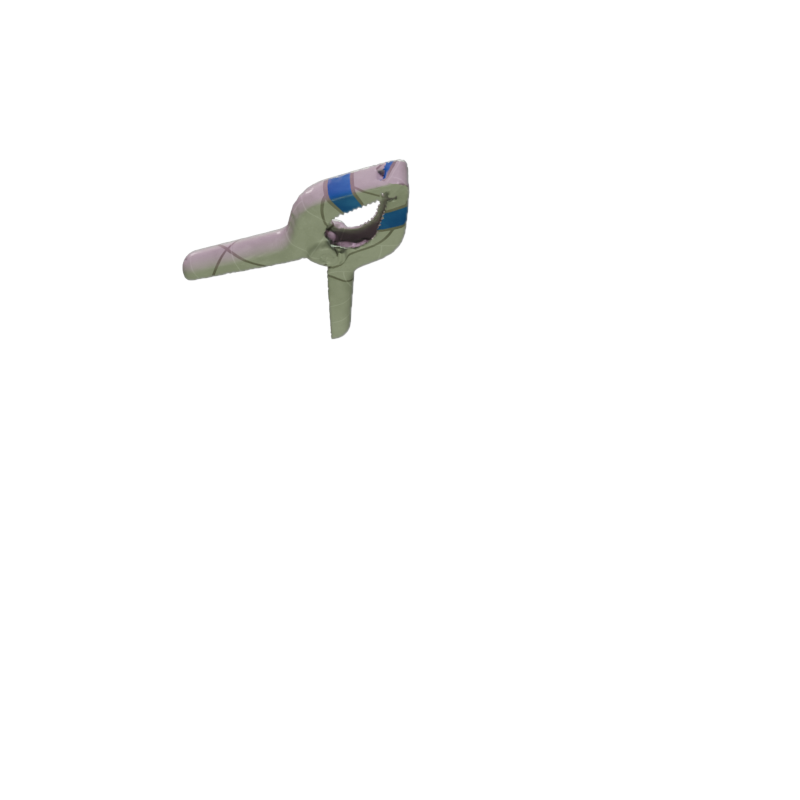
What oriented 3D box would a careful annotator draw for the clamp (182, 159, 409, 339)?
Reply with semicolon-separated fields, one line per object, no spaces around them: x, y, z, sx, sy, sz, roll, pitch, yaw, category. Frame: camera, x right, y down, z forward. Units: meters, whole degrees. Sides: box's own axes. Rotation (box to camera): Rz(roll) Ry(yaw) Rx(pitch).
-0.070;-0.128;0.900;0.158;0.039;0.205;18;-38;-24;clamp
